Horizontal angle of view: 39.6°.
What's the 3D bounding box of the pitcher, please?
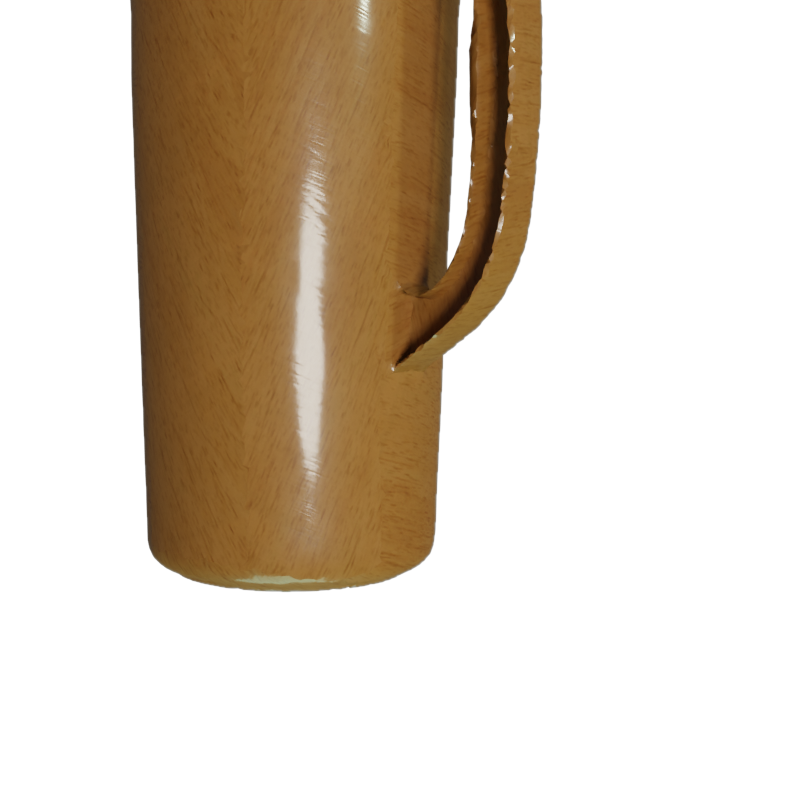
[{"bbox_3d":[-0.033,-0.060,0.419,0.144,0.245,0.149,0,-2,-6],"label":"pitcher"}]
